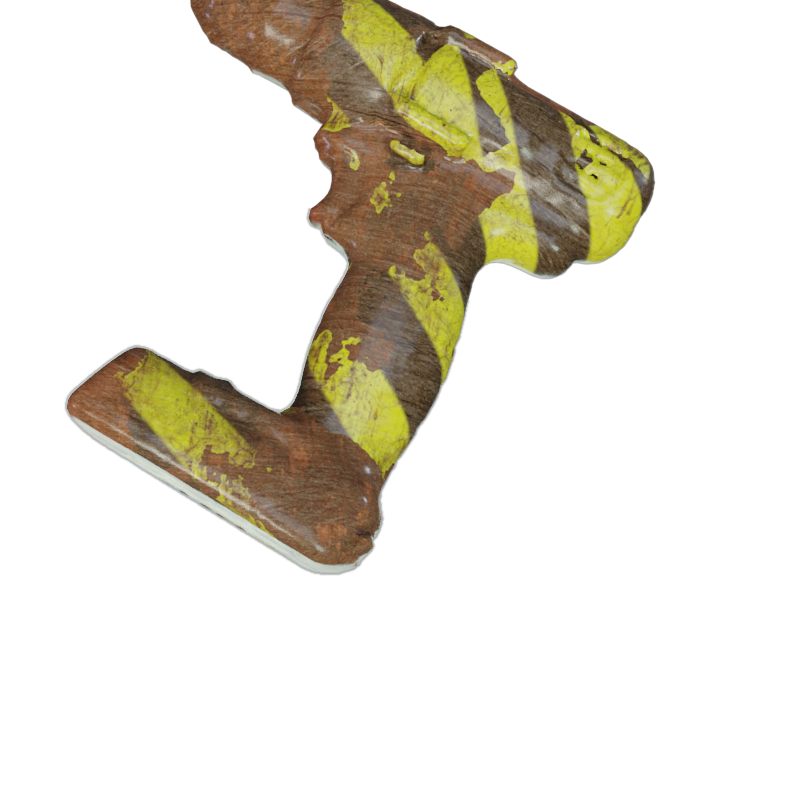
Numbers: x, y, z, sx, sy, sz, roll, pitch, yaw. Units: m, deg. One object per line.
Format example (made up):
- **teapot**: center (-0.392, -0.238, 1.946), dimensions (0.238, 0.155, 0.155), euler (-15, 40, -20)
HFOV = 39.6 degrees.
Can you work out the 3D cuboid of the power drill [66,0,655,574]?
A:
- **power drill**: center (-0.030, -0.054, 0.379), dimensions (0.189, 0.191, 0.055), euler (30, -16, 9)
